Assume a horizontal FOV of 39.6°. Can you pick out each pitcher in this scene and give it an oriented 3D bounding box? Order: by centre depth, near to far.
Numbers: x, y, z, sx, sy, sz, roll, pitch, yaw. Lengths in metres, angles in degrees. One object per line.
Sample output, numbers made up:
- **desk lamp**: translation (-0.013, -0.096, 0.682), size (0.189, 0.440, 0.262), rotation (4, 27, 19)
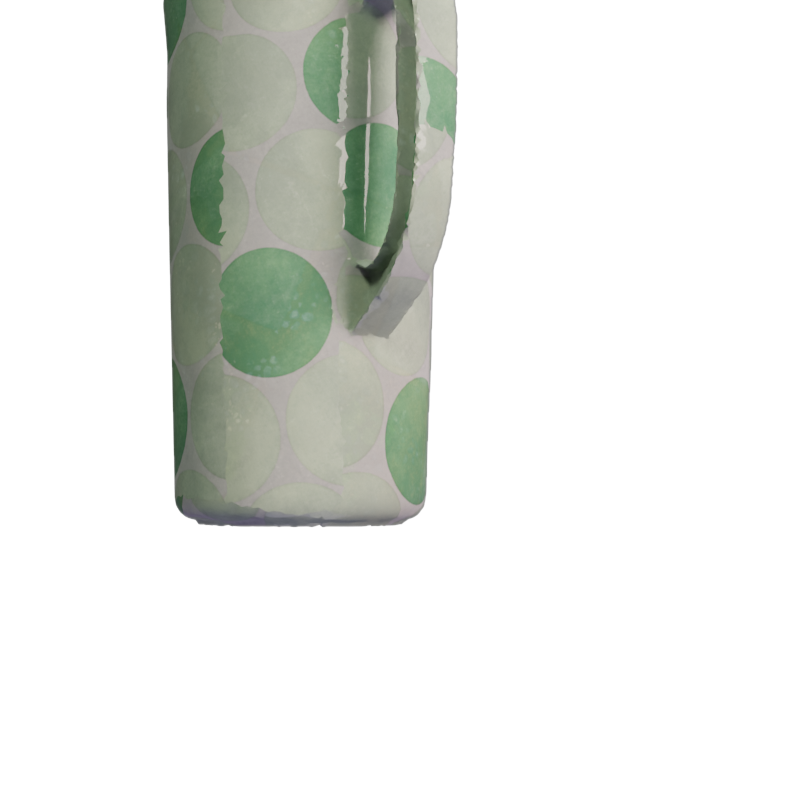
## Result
- **pitcher**: translation (-0.038, -0.070, 0.491), size (0.147, 0.250, 0.143), rotation (-3, -11, 11)
